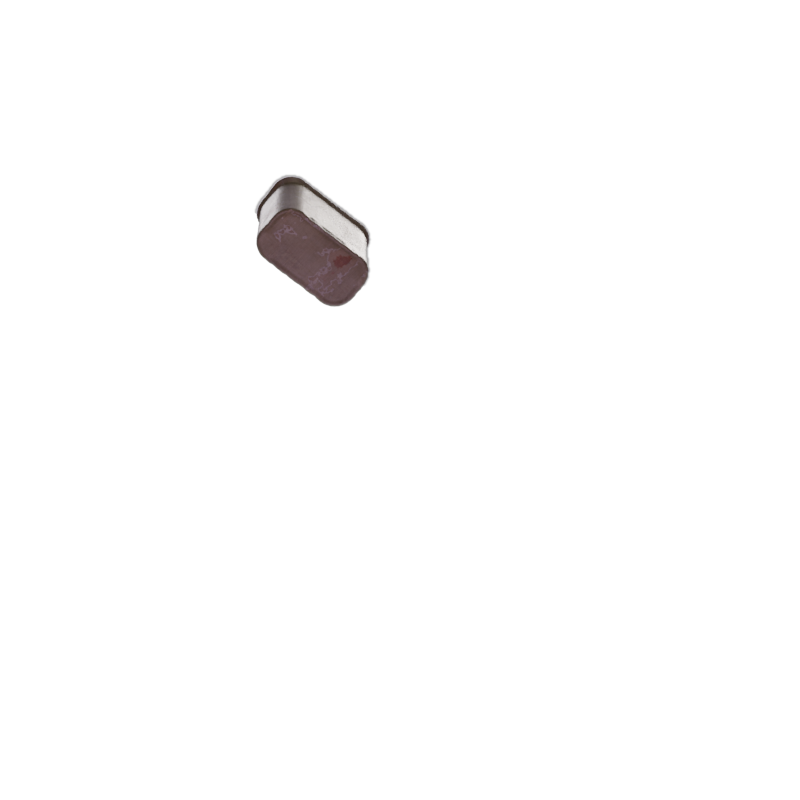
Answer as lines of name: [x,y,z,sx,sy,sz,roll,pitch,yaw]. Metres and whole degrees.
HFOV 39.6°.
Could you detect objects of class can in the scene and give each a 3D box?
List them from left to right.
can: [-0.074,-0.135,0.944,0.099,0.057,0.088,36,18,-16]
